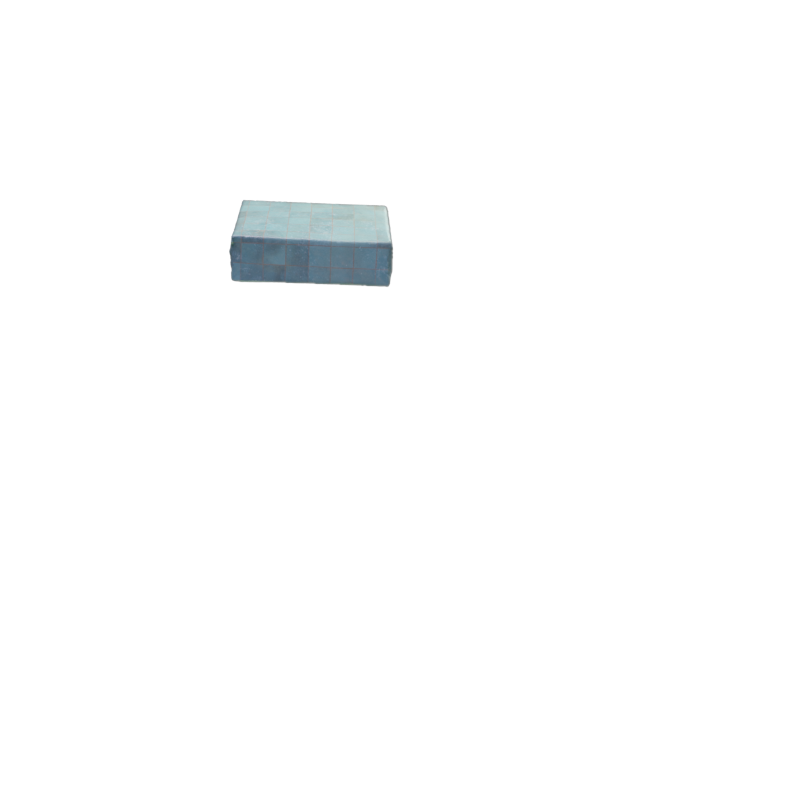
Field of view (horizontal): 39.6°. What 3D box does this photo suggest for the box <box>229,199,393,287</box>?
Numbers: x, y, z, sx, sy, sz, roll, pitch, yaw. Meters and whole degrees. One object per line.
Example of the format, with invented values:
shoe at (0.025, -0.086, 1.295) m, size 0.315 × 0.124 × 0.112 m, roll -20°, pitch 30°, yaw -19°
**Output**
box at (-0.062, -0.114, 0.798) m, size 0.113 × 0.037 × 0.094 m, roll 0°, pitch 23°, yaw 0°
